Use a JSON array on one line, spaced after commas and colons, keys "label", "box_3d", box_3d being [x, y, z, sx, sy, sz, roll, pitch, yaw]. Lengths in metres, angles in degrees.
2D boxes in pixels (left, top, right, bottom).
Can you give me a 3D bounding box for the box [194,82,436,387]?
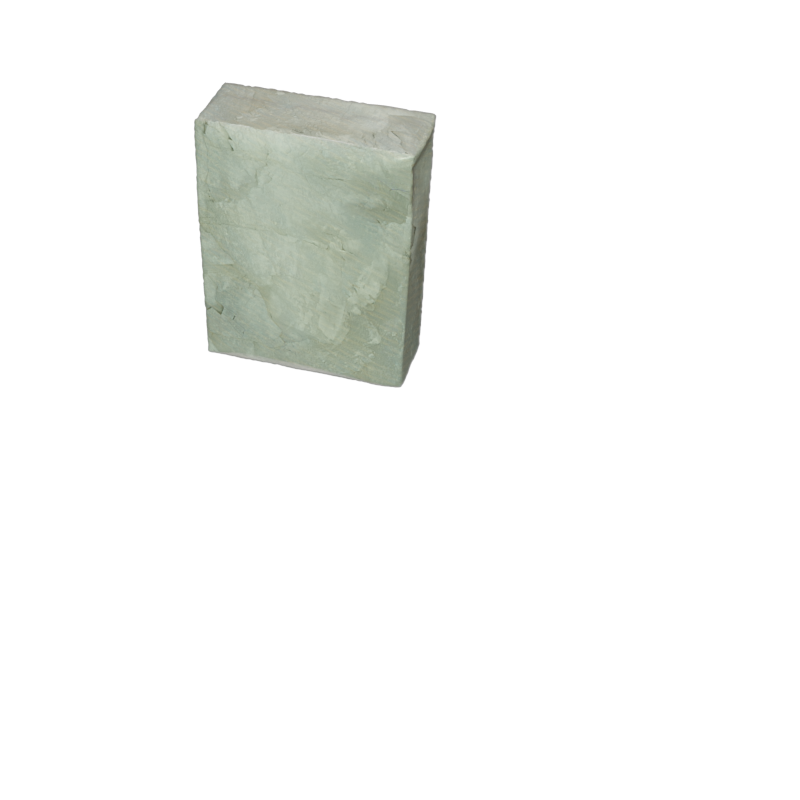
[{"label": "box", "box_3d": [-0.066, -0.119, 0.837, 0.168, 0.200, 0.075, 12, 39, 12]}]
